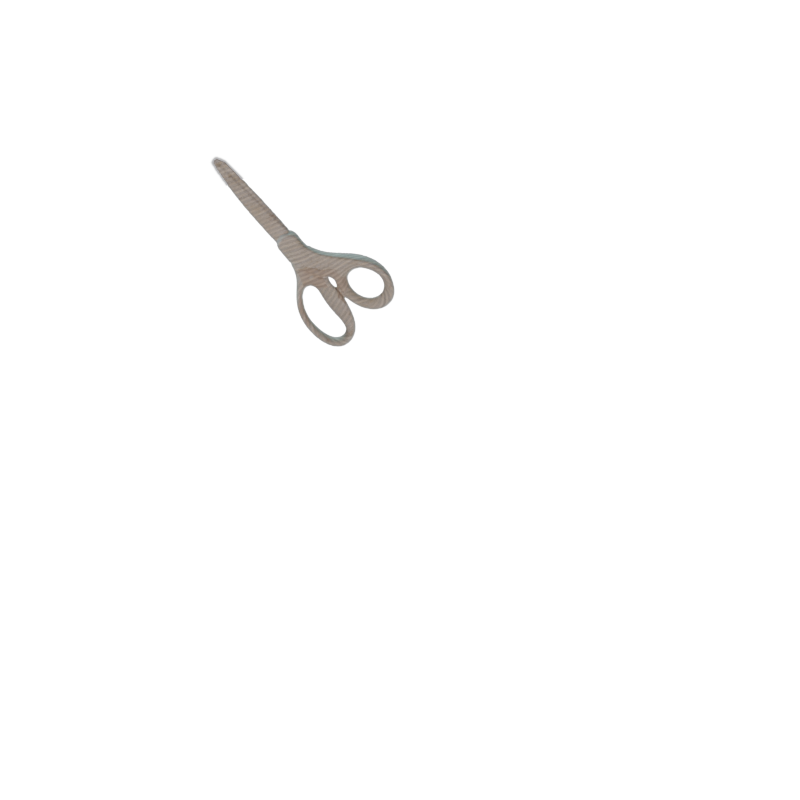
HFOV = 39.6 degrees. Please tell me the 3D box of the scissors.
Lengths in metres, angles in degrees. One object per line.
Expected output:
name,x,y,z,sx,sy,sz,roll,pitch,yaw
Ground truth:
scissors,-0.074,-0.135,0.948,0.096,0.191,0.017,-21,23,9
